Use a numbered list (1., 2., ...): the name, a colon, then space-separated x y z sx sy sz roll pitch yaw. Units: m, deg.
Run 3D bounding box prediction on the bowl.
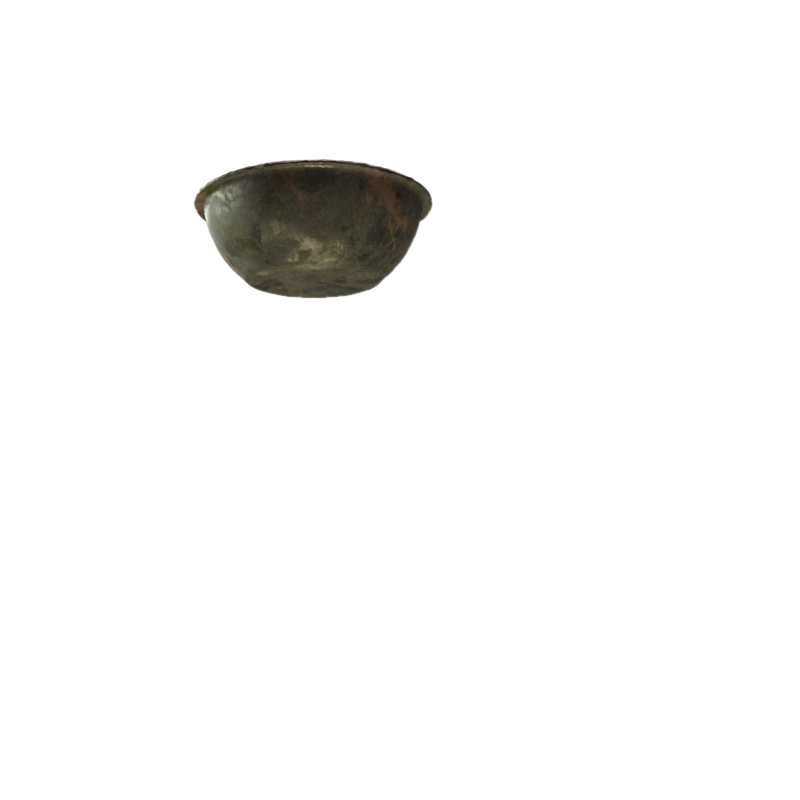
1. bowl: -0.058 -0.106 0.744 0.162 0.057 0.157 0 -11 -2
